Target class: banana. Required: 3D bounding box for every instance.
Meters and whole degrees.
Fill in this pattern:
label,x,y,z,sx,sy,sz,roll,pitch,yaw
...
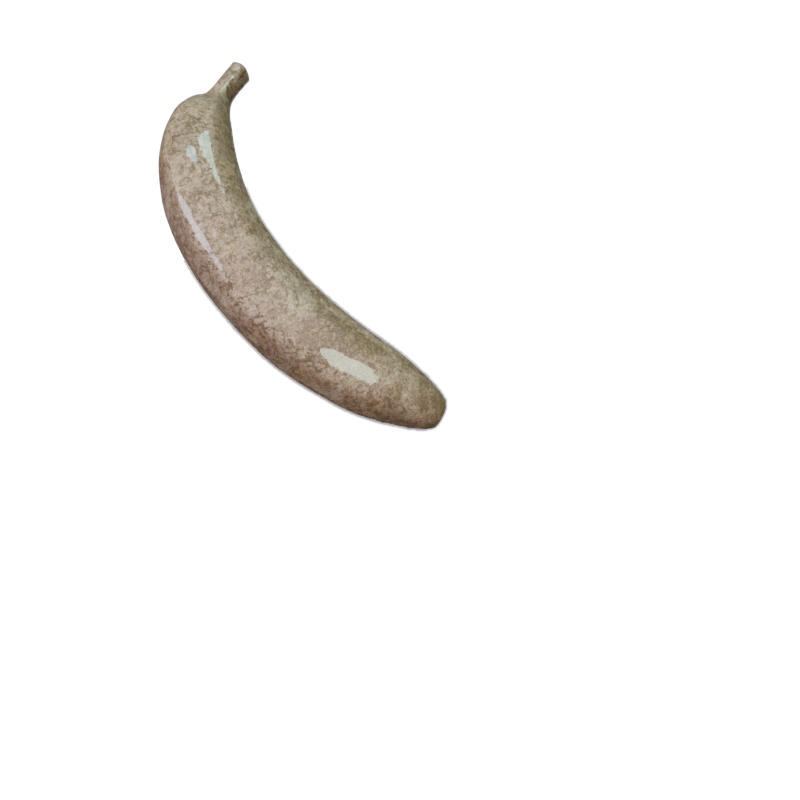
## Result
label,x,y,z,sx,sy,sz,roll,pitch,yaw
banana,-0.056,-0.064,0.482,0.069,0.208,0.035,-27,-18,-10
